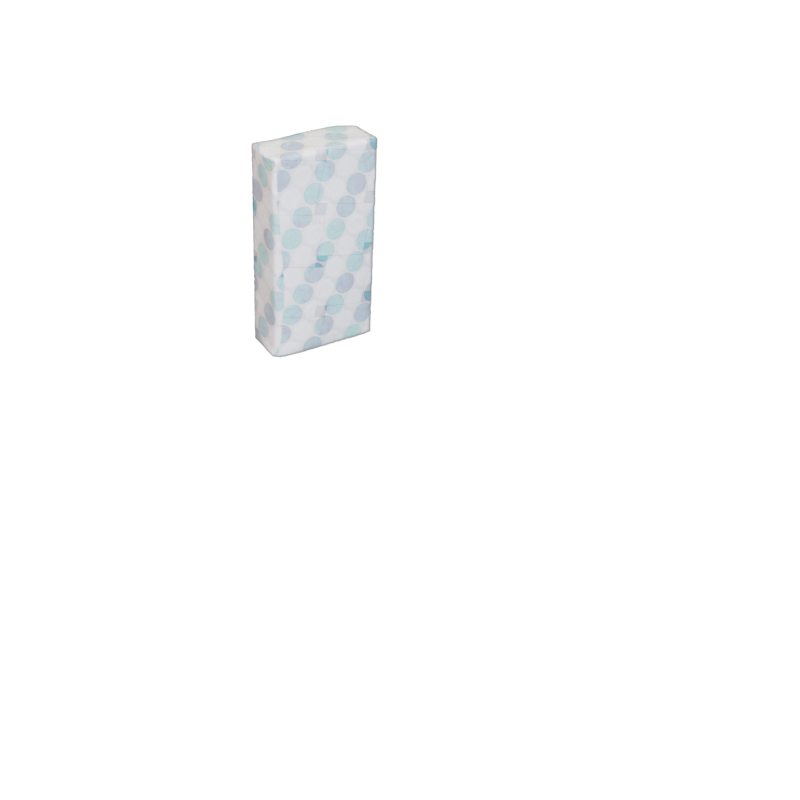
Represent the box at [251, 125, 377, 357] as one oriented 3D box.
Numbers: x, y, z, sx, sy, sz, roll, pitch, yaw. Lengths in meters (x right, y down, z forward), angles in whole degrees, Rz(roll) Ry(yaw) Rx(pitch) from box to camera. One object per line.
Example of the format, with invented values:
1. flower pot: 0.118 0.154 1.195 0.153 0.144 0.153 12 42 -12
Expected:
1. box: -0.069 -0.126 0.882 0.092 0.167 0.052 -15 32 -29
